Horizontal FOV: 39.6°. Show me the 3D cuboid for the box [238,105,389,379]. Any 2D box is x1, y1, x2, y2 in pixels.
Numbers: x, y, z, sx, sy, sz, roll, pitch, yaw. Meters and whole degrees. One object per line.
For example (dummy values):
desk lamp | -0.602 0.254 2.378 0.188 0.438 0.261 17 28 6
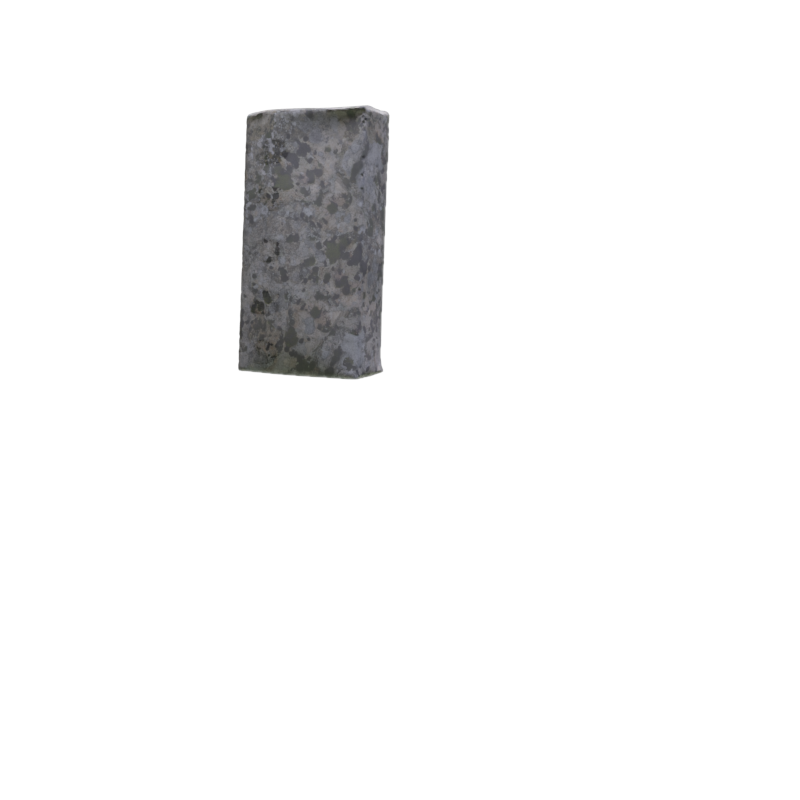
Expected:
box | -0.058 -0.106 0.740 0.096 0.176 0.046 1 1 27
